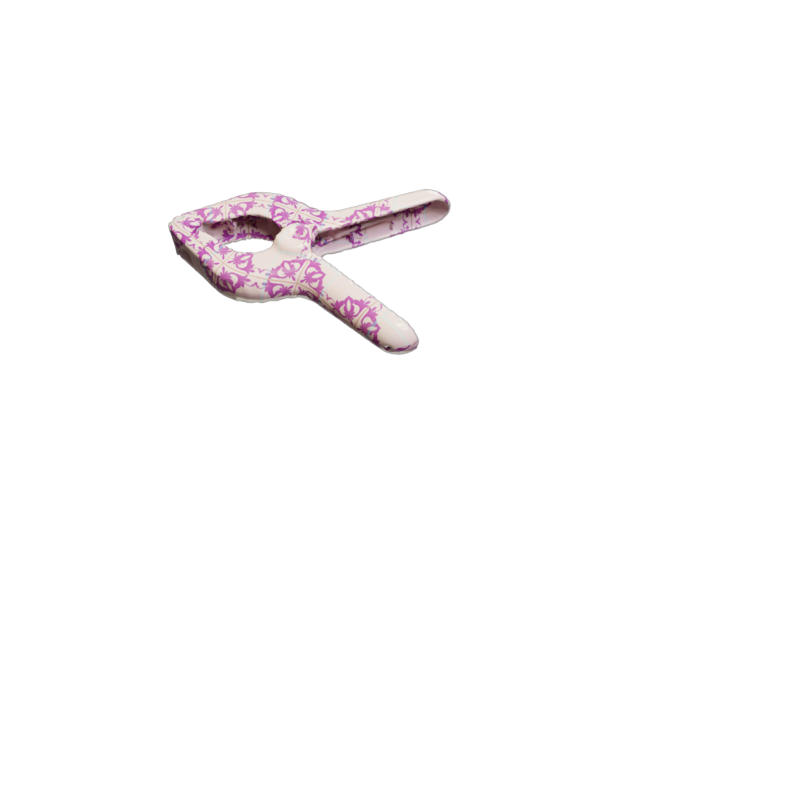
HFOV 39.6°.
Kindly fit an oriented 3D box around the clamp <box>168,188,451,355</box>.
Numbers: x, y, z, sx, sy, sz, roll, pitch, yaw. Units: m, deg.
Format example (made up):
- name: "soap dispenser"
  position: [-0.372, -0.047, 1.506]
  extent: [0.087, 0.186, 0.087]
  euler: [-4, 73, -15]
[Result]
- name: "clamp"
  position: [-0.053, -0.097, 0.678]
  extent: [0.177, 0.125, 0.036]
  euler: [17, -40, 15]
